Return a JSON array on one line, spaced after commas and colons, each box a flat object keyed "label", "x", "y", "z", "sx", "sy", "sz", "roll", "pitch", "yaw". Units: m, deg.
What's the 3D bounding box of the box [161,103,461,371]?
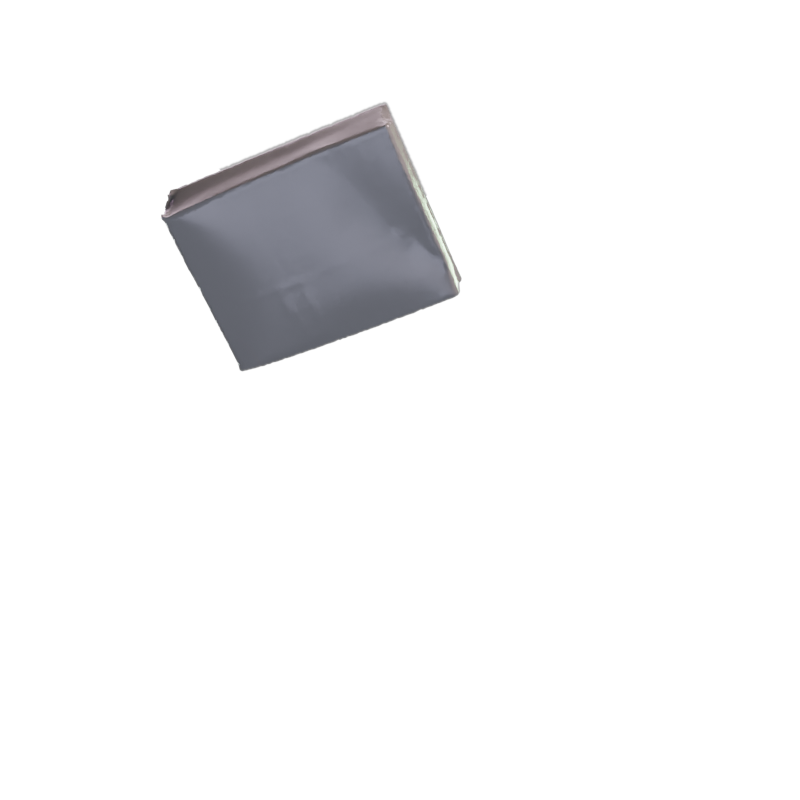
[{"label": "box", "x": -0.040, "y": -0.073, "z": 0.511, "sx": 0.114, "sy": 0.085, "sz": 0.041, "roll": -21, "pitch": 22, "yaw": 8}]
